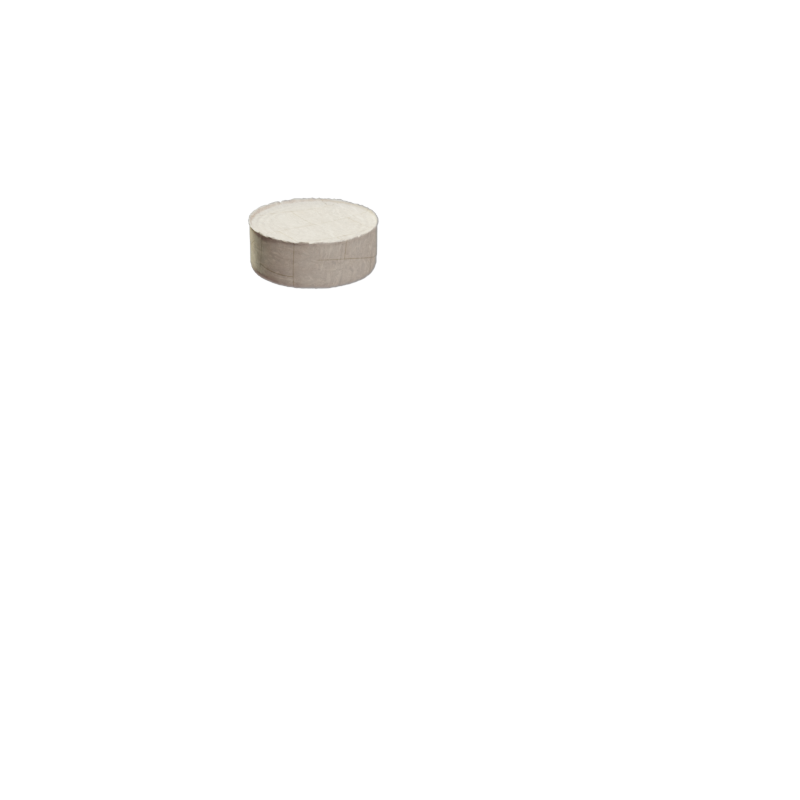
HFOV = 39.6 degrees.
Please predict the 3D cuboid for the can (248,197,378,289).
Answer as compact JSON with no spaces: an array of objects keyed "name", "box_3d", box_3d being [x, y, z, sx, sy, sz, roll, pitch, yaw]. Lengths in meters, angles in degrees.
[{"name":"can","box_3d":[-0.057,-0.105,0.734,0.086,0.032,0.091,-1,27,-2]}]
